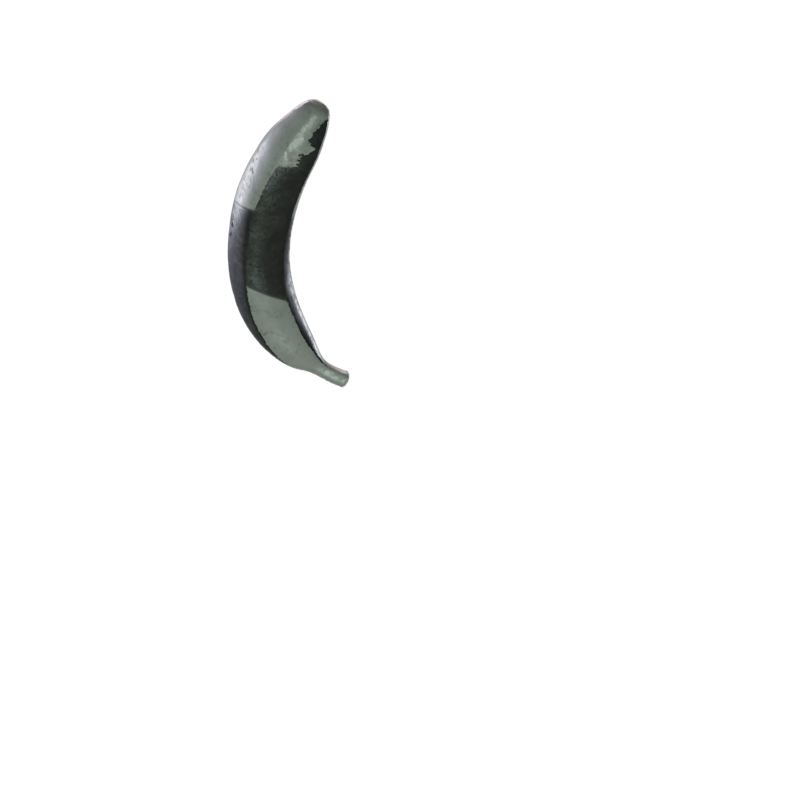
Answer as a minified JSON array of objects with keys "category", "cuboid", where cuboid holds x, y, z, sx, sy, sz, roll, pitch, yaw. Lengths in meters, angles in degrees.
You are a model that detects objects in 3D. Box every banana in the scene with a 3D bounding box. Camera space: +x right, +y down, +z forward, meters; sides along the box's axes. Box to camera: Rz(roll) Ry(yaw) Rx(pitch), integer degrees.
[{"category":"banana","cuboid":[-0.070,-0.091,0.668,0.070,0.184,0.039,-3,36,1]}]
